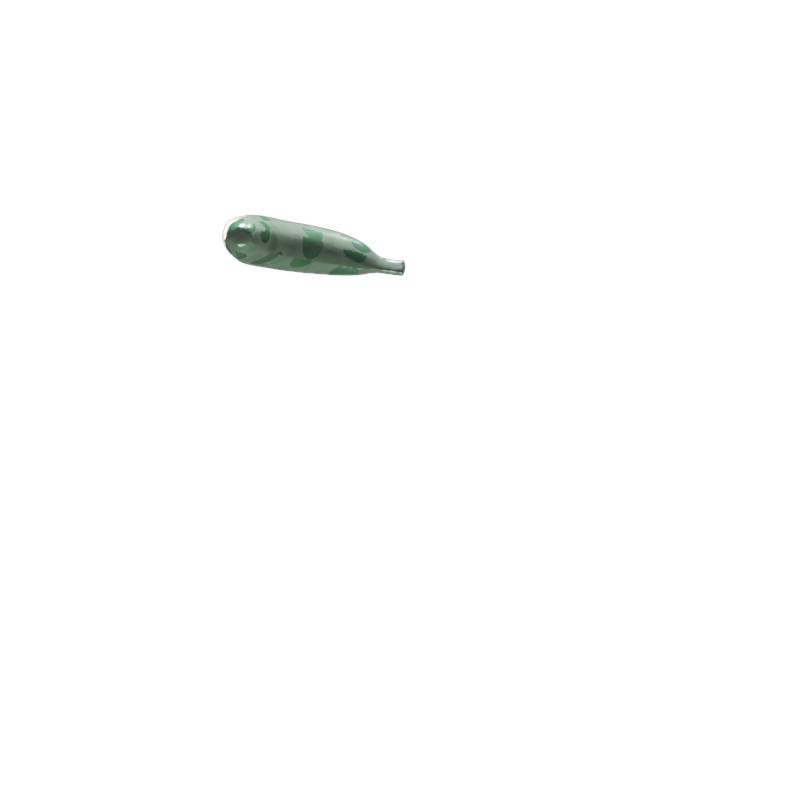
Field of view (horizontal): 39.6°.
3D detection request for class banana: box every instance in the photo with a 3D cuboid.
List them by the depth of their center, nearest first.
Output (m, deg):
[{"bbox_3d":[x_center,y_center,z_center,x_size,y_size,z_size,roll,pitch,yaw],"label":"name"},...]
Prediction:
[{"bbox_3d":[-0.076,-0.115,0.817,0.072,0.037,0.189,-1,0,36],"label":"banana"}]
